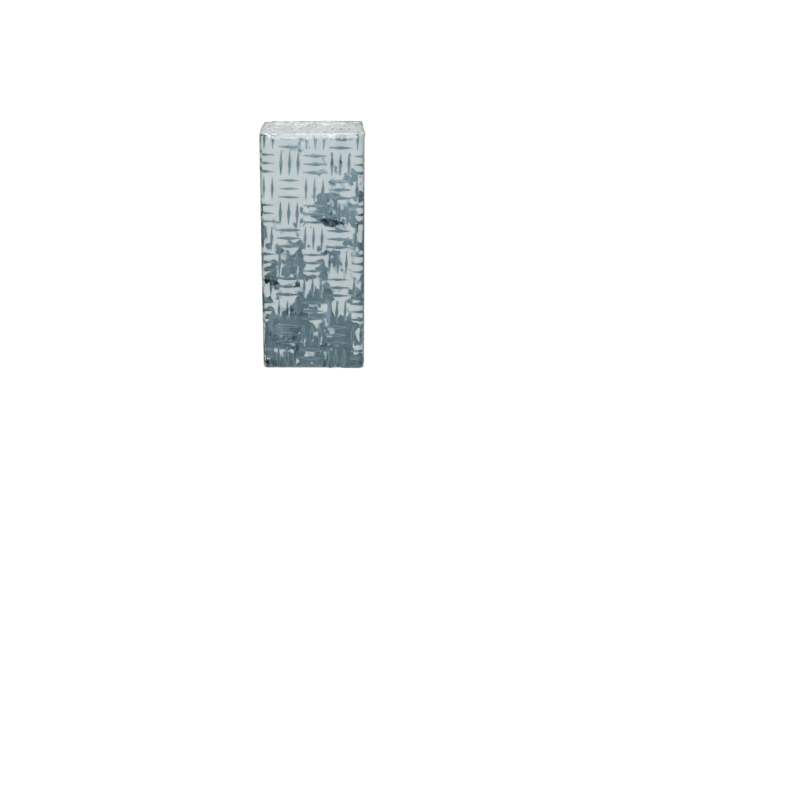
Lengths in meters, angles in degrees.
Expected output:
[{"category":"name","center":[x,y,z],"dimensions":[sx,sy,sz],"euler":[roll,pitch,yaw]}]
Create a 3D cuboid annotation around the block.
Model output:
[{"category":"block","center":[-0.078,-0.141,0.987],"dimensions":[0.091,0.199,0.093],"euler":[0,15,-2]}]
